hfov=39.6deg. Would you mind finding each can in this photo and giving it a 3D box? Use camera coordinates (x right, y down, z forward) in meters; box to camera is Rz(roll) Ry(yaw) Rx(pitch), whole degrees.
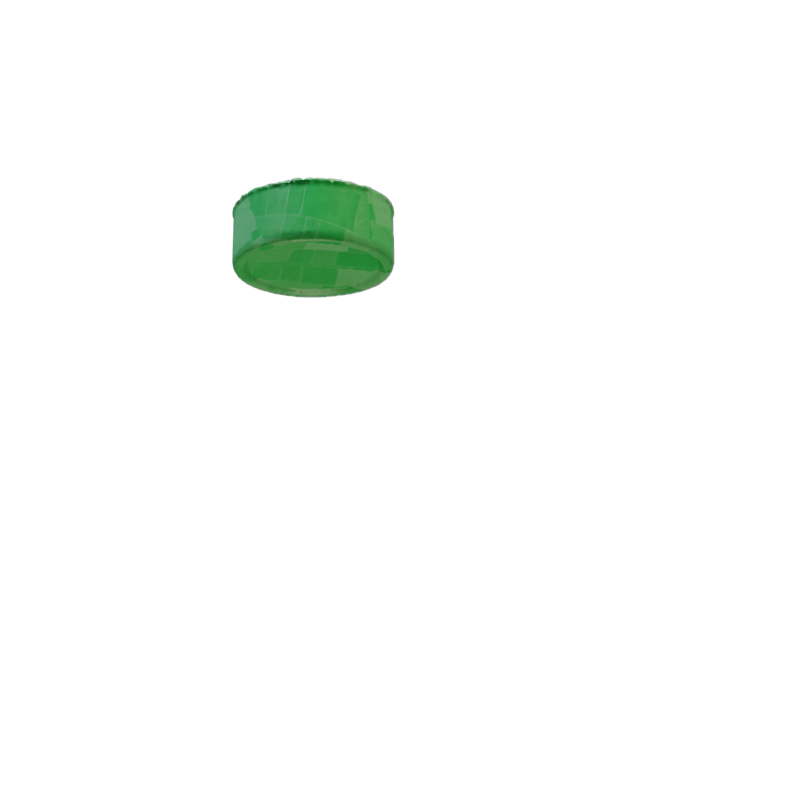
[{"bbox_3d":[-0.045,-0.083,0.581,0.086,0.035,0.082,0,-17,-2],"label":"can"}]
